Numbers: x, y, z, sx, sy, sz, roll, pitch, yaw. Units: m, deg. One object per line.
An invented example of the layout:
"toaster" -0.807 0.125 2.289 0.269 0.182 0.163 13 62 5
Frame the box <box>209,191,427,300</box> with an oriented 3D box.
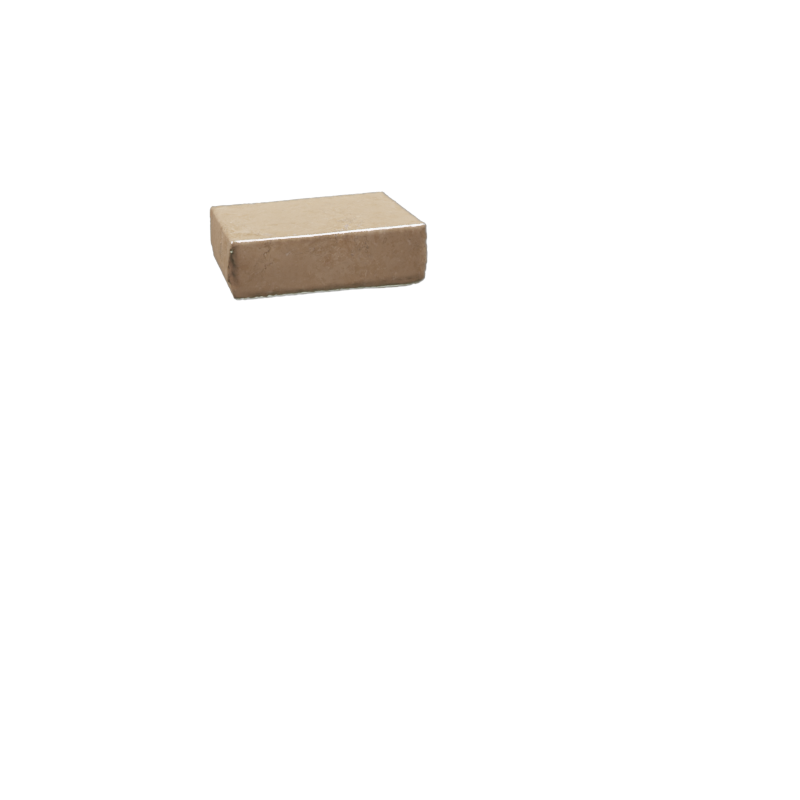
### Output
"box" -0.051 -0.092 0.647 0.112 0.037 0.095 -5 23 -13
